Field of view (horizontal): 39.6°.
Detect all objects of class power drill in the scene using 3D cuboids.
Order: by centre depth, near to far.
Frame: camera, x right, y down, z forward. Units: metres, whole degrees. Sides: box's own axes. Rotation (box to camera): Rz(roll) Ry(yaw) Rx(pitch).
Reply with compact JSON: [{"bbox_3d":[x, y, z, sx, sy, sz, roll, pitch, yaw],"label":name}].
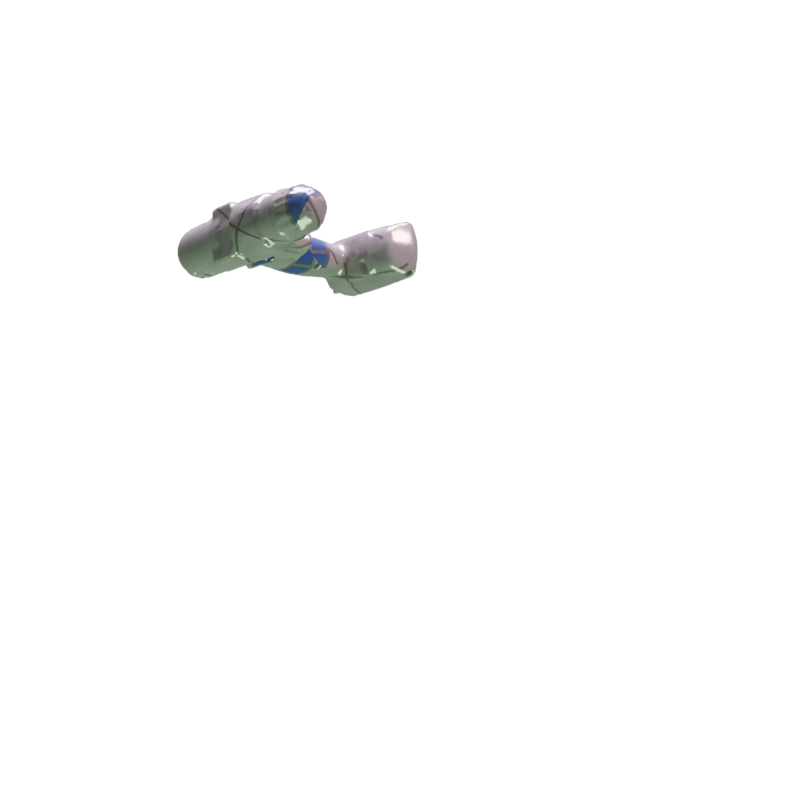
[{"bbox_3d":[-0.076,-0.139,0.976,0.179,0.059,0.188,7,-11,-40],"label":"power drill"}]
